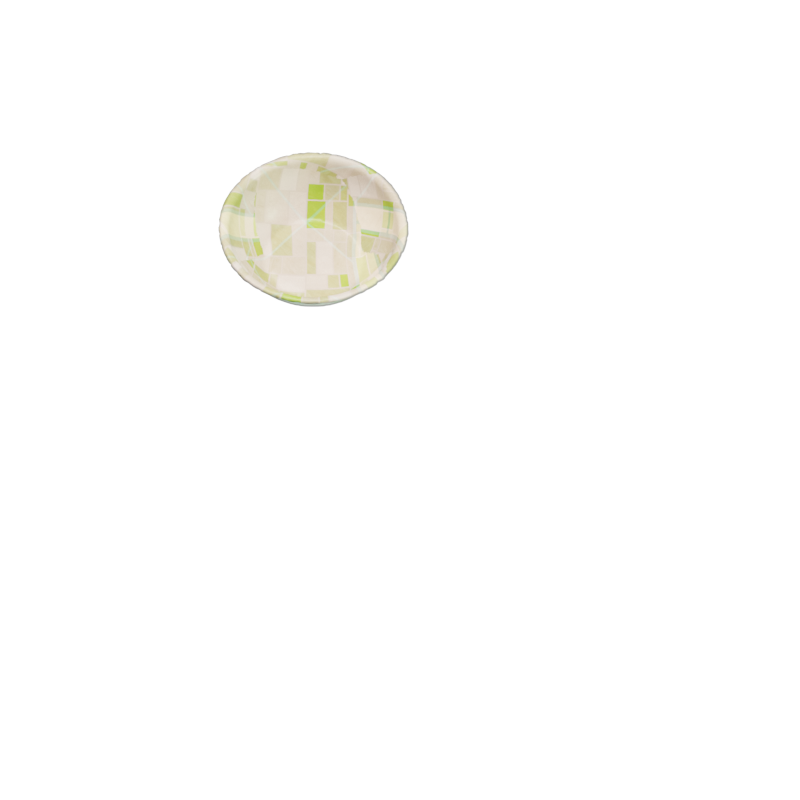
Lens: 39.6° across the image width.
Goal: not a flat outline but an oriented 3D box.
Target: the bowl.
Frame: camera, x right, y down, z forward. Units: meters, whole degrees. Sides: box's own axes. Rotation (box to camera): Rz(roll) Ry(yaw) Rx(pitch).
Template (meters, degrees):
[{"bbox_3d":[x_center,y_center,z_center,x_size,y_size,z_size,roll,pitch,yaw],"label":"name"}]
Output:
[{"bbox_3d":[-0.075,-0.138,0.964,0.162,0.173,0.051,-1,-34,-1],"label":"bowl"}]
